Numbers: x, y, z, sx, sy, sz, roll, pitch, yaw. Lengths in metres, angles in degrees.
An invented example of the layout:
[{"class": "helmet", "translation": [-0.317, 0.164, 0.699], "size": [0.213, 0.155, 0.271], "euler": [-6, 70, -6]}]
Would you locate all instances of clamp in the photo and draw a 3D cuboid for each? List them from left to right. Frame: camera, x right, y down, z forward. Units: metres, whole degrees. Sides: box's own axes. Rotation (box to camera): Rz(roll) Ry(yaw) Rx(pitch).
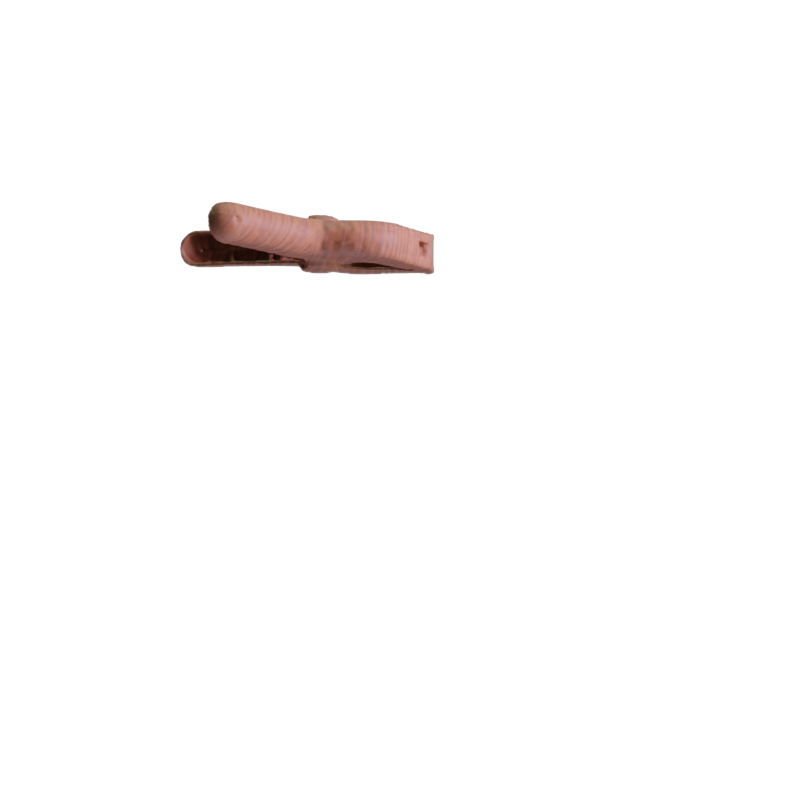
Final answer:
[{"class": "clamp", "translation": [-0.056, -0.103, 0.720], "size": [0.170, 0.039, 0.121], "euler": [0, 3, -8]}]
